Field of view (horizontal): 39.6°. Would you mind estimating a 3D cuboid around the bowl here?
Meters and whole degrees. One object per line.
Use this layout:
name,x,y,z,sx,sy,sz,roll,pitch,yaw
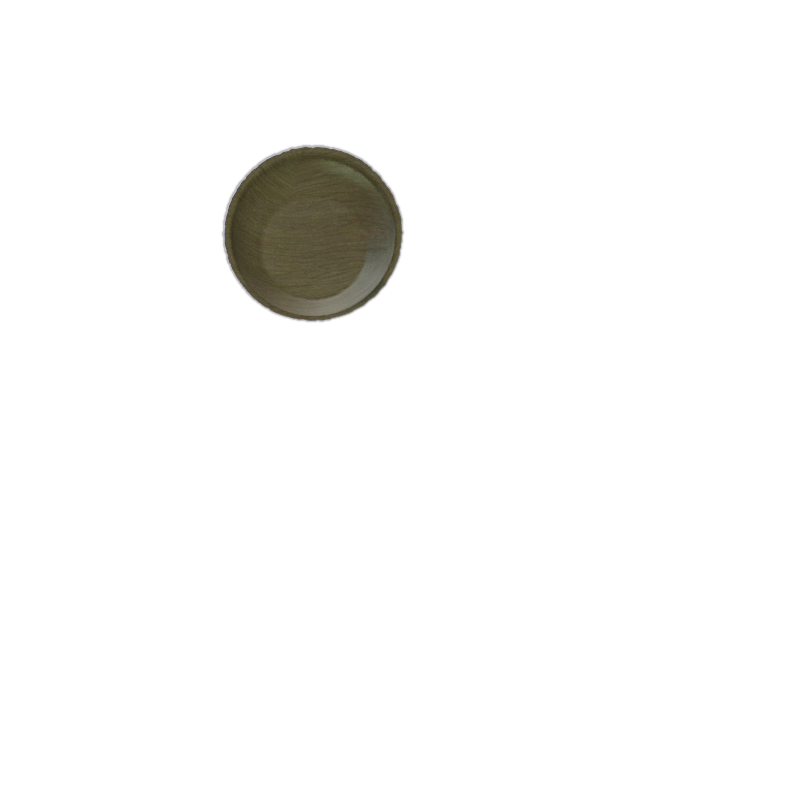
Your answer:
bowl,-0.076,-0.139,0.974,0.162,0.157,0.057,0,15,-1
